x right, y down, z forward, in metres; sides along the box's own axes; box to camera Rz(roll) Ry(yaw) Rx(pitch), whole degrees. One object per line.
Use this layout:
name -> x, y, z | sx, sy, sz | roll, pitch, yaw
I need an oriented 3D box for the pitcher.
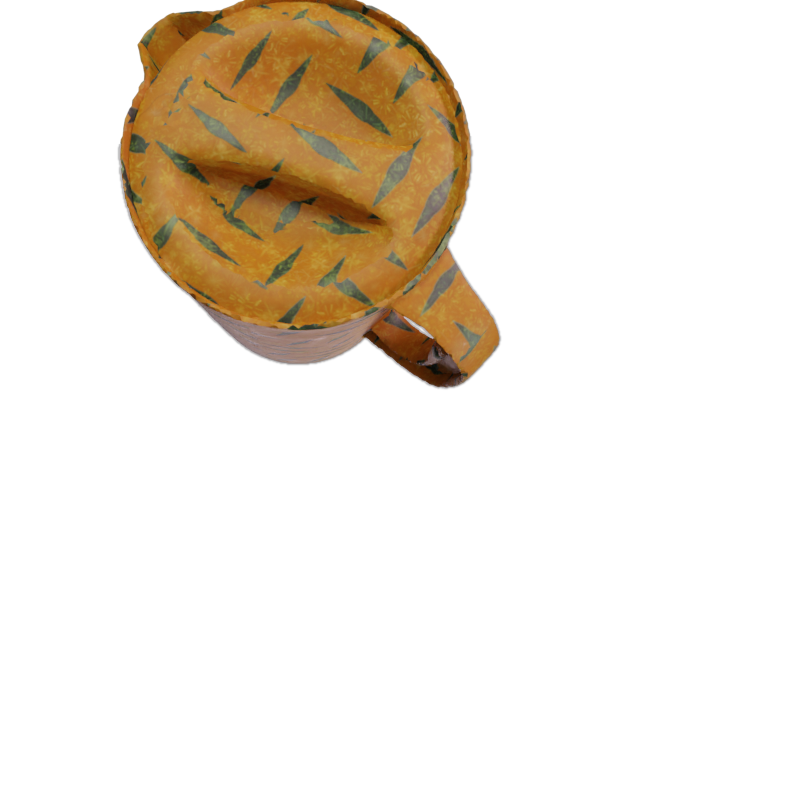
pitcher -> -0.041, -0.075, 0.526 | 0.144, 0.153, 0.238 | -1, -7, -3
